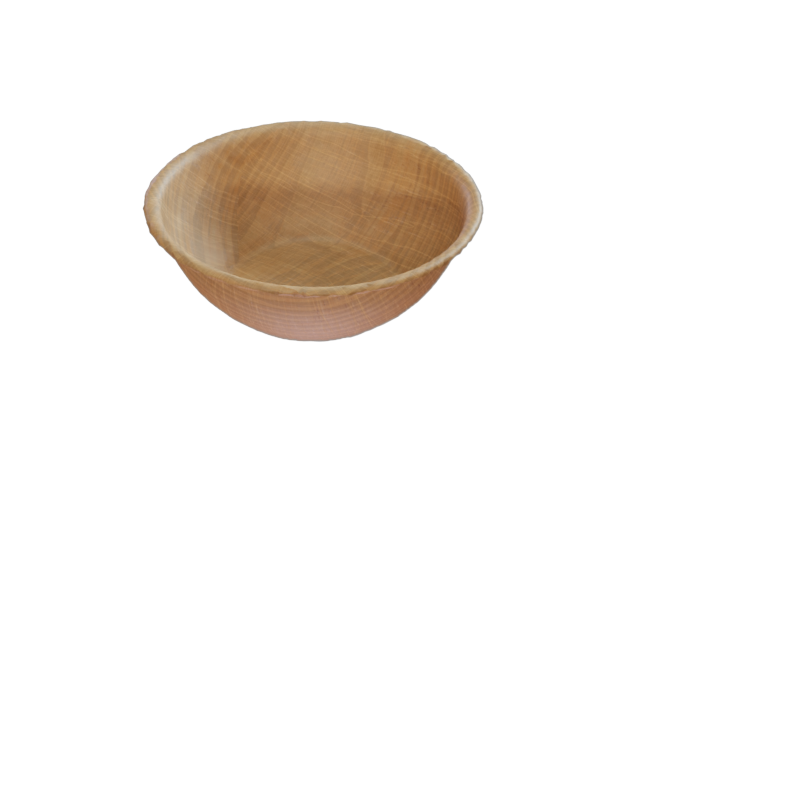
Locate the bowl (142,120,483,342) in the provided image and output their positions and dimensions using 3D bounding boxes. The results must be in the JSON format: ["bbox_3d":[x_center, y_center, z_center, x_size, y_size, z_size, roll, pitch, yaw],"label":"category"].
[{"bbox_3d":[-0.043,-0.078,0.543,0.162,0.051,0.173,-1,37,-2],"label":"bowl"}]
